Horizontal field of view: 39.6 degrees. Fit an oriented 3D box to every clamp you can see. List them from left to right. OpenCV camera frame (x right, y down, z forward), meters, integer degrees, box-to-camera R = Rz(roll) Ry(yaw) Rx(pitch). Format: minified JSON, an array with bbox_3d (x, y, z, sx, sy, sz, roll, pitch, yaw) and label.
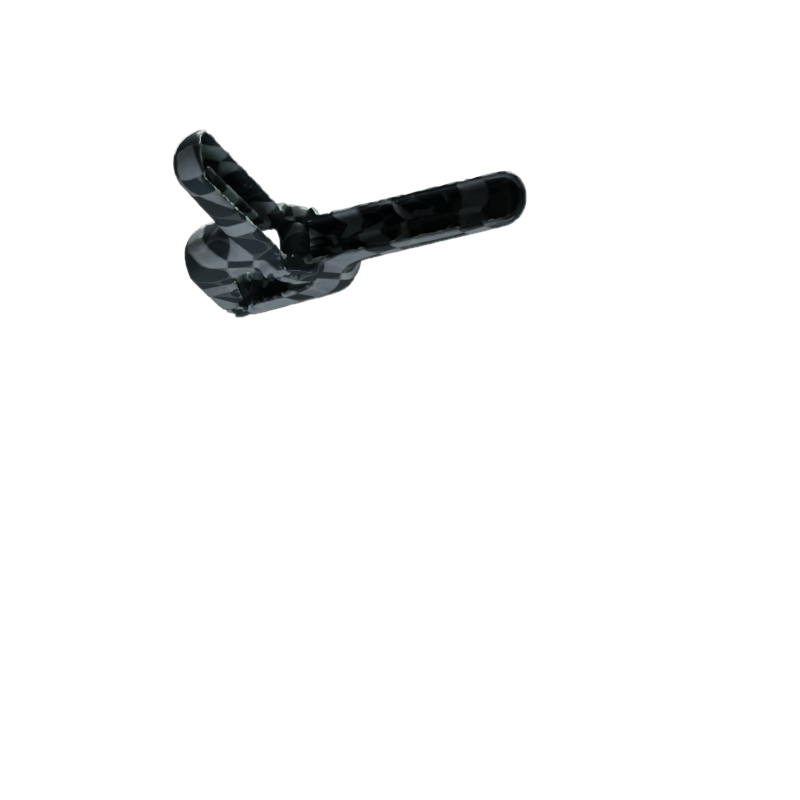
[{"bbox_3d":[-0.044,-0.081,0.566,0.161,0.038,0.207,3,-12,-16],"label":"clamp"}]
